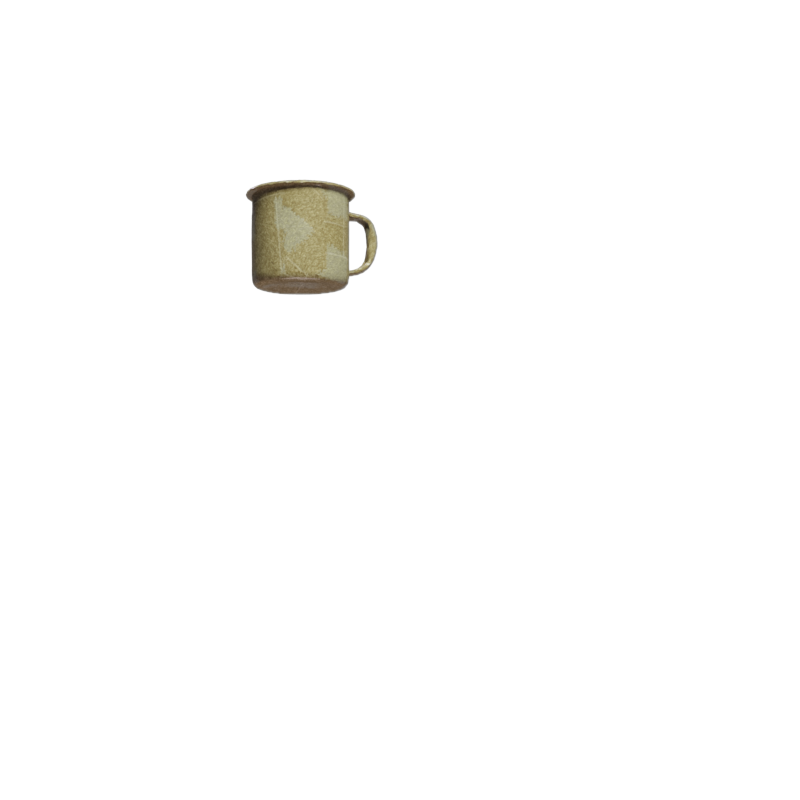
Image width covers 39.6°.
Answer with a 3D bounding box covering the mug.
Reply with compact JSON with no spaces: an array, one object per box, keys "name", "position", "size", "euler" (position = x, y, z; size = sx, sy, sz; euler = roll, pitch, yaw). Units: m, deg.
[{"name":"mug","position":[-0.073,-0.134,0.938],"size":[0.113,0.084,0.094],"euler":[3,-8,-27]}]
